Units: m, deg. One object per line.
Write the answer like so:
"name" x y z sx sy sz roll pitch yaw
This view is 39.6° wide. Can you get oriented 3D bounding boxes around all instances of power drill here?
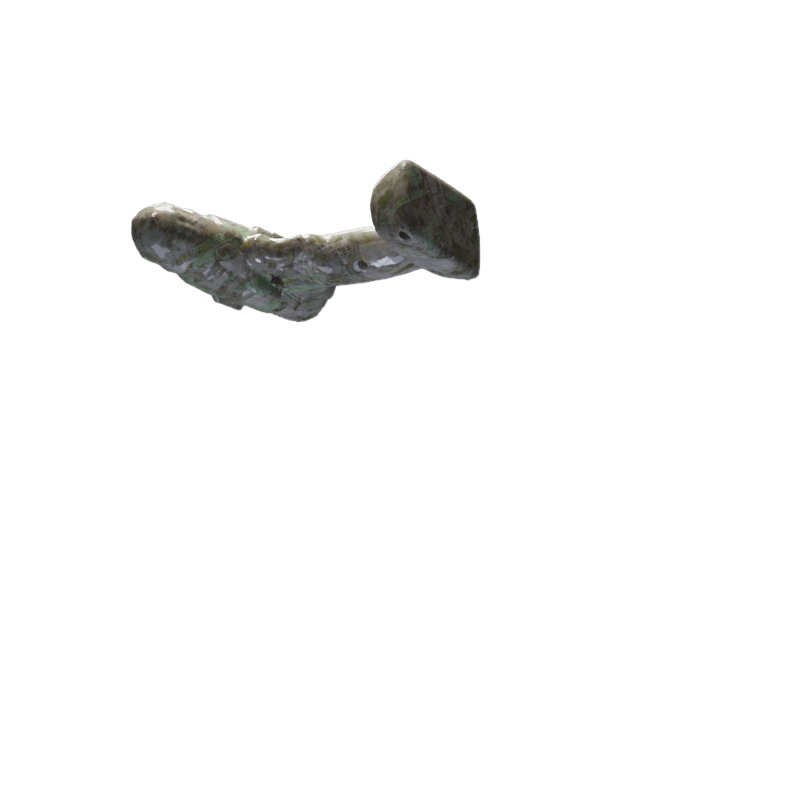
"power drill" -0.057 -0.104 0.728 0.192 0.059 0.174 -8 -14 33
